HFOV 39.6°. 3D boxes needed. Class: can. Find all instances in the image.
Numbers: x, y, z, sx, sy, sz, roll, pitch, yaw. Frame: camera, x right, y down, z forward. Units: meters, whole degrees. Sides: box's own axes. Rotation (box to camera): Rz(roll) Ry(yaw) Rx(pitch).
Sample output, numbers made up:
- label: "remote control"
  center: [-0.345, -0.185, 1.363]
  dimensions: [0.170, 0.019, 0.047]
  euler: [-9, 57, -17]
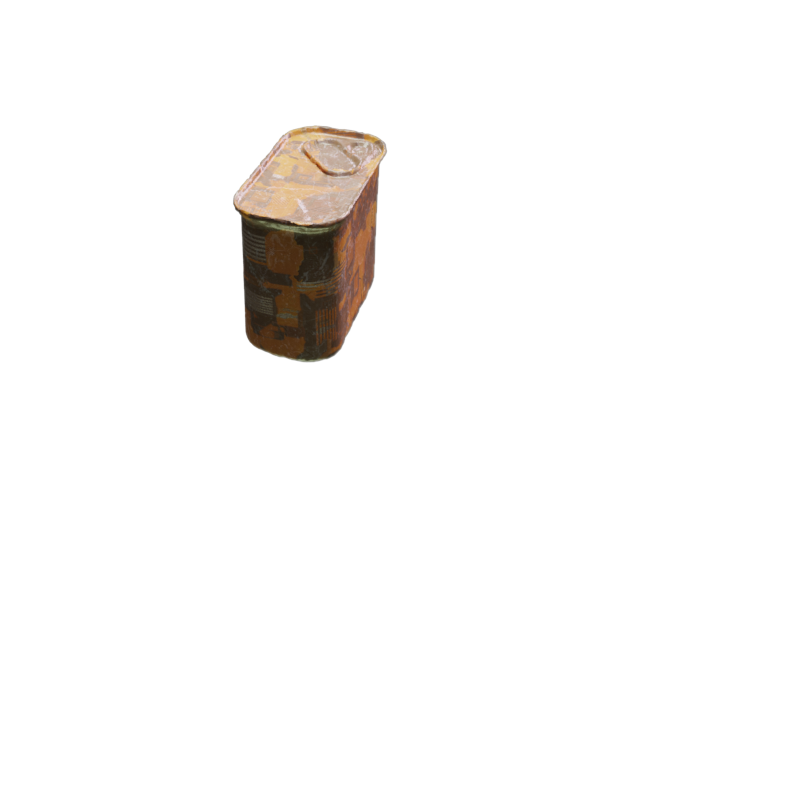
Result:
- label: "can"
  center: [-0.045, -0.082, 0.574]
  dimensions: [0.059, 0.078, 0.106]
  euler: [10, 37, 11]
